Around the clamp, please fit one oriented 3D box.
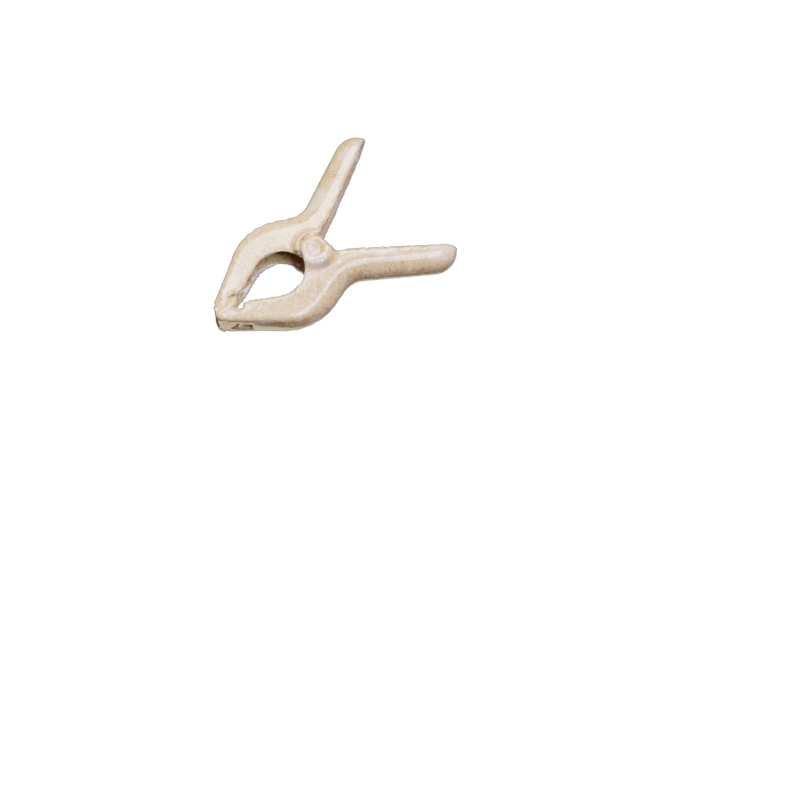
[{"bbox_3d":[-0.060,-0.110,0.772,0.171,0.128,0.037,-25,-26,-14],"label":"clamp"}]
